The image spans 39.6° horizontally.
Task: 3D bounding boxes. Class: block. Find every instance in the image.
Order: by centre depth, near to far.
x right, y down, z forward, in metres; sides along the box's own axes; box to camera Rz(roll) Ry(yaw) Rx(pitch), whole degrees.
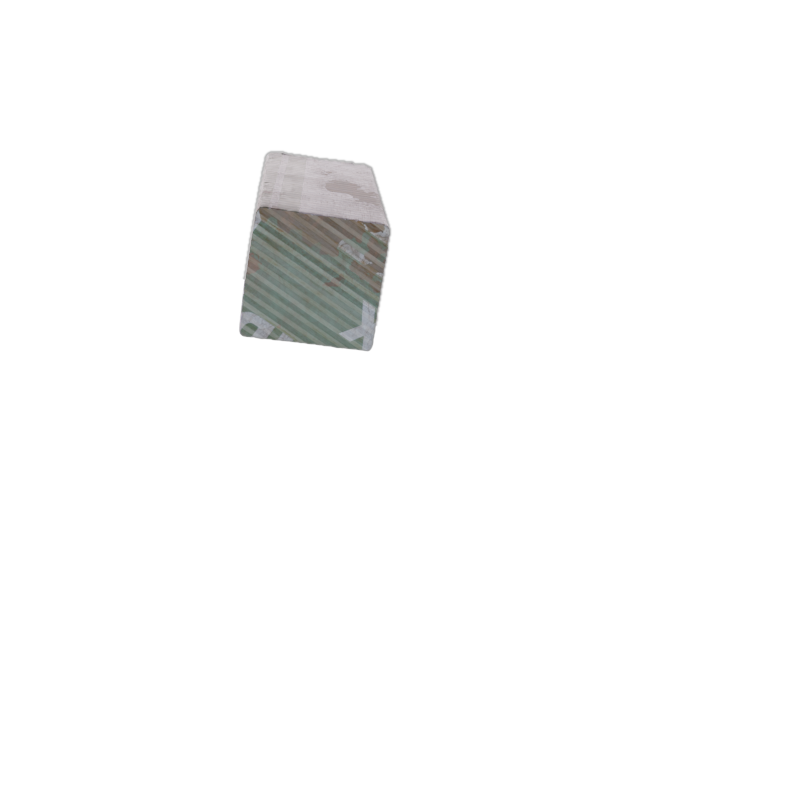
[{"bbox_3d":[-0.064,-0.118,0.818,0.090,0.087,0.215,7,20,-6],"label":"block"}]
